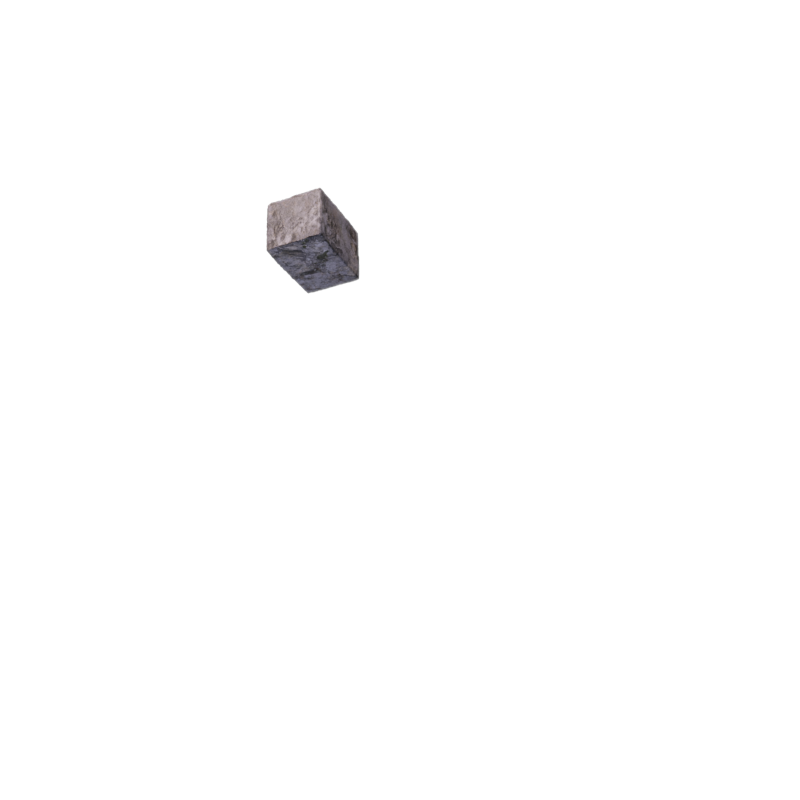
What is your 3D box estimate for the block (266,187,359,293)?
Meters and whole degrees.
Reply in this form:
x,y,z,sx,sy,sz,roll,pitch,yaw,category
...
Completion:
x,y,z,sx,sy,sz,roll,pitch,yaw,category
-0.075,-0.137,0.958,0.053,0.055,0.072,-15,-33,21,block
